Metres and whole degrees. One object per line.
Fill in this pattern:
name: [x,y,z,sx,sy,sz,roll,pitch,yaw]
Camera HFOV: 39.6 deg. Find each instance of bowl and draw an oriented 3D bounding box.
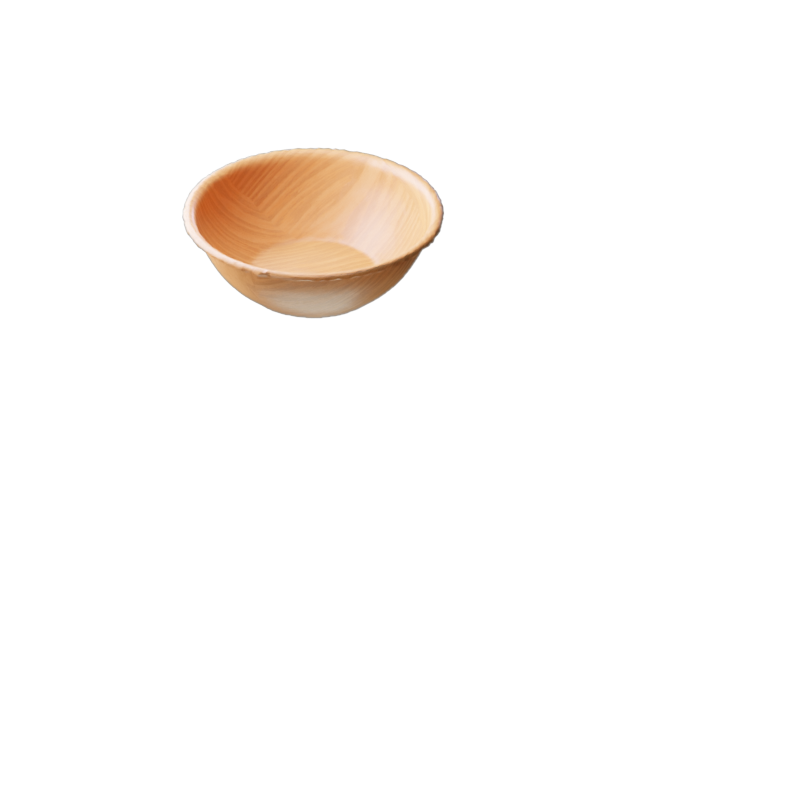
bowl: [-0.055,-0.100,0.700,0.162,0.051,0.173,-1,37,-2]
